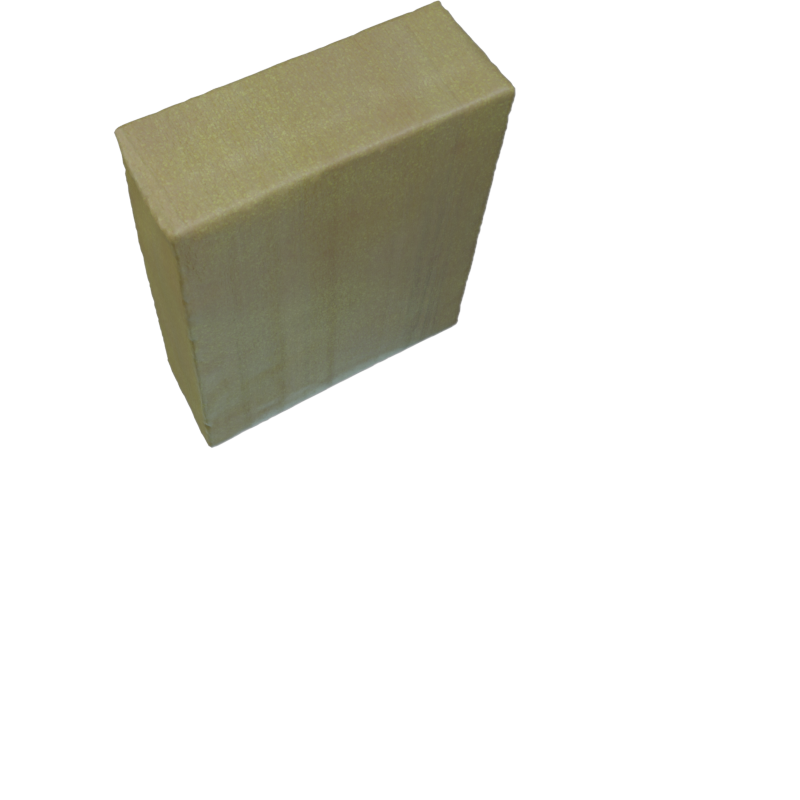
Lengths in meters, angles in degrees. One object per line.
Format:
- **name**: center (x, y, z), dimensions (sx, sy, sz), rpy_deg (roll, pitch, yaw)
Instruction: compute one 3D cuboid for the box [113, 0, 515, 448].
- **box**: center (-0.043, -0.079, 0.553), dimensions (0.164, 0.076, 0.201), rpy_deg (-26, -23, -16)
